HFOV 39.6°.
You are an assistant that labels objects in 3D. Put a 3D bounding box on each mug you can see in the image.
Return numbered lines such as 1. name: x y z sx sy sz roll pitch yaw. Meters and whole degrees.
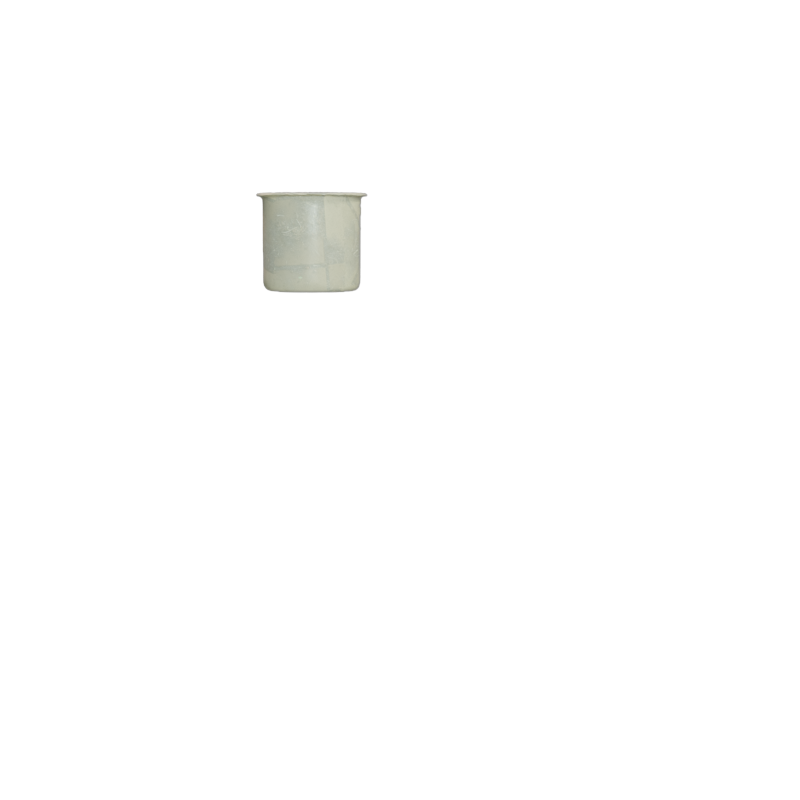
1. mug: -0.074 -0.134 0.939 0.094 0.081 0.118 0 6 3
